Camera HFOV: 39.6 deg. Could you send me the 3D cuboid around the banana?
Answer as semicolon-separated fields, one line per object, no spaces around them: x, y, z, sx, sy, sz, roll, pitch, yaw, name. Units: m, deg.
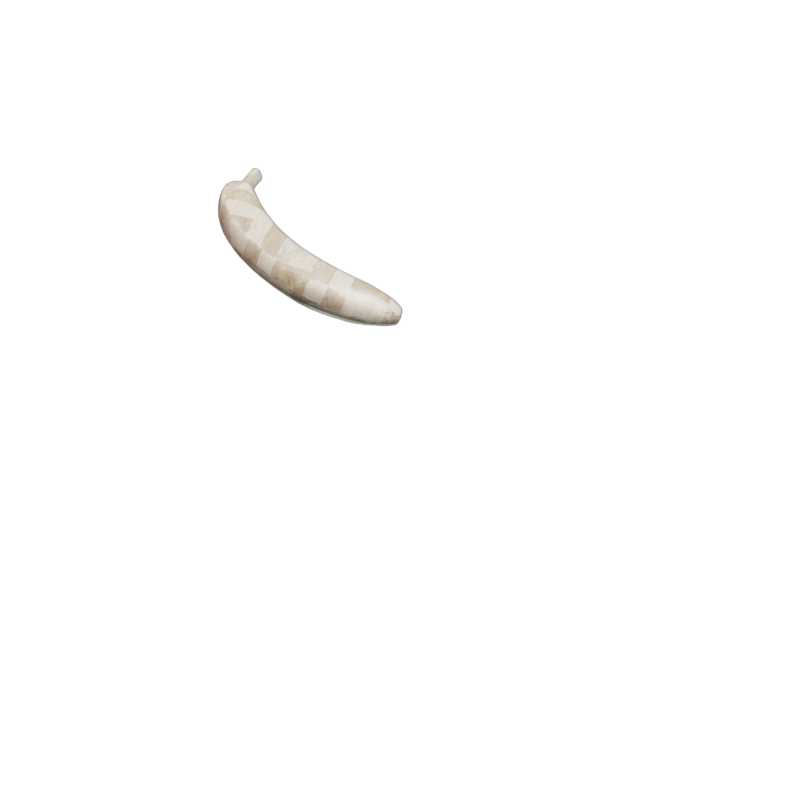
-0.082;-0.113;0.832;0.069;0.034;0.212;-29;56;-22;banana
